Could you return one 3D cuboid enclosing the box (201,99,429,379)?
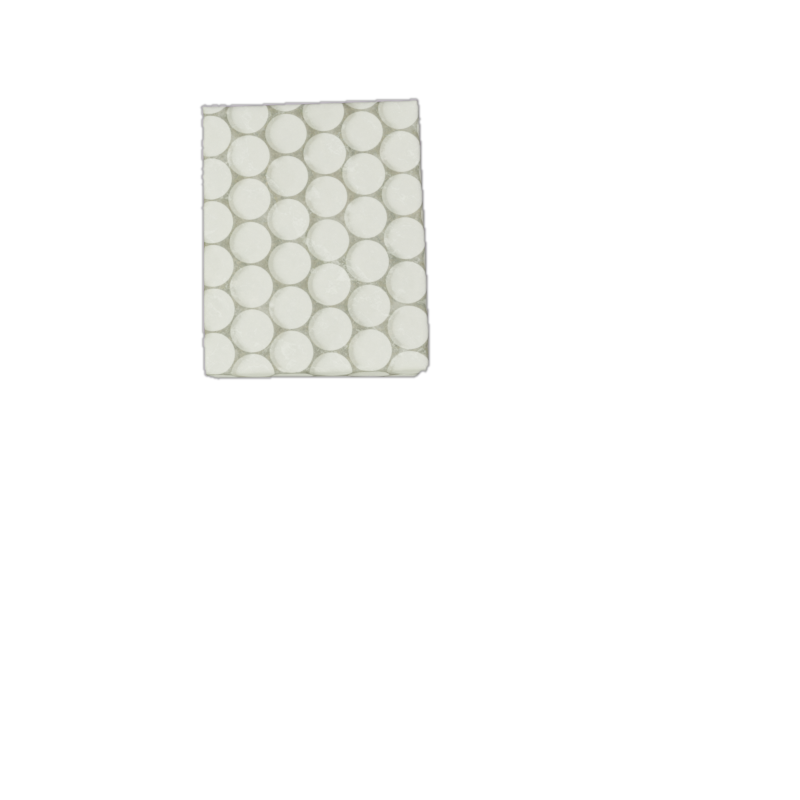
[{"bbox_3d":[-0.036,-0.066,0.461,0.090,0.116,0.038,-2,-8,-1],"label":"box"}]
